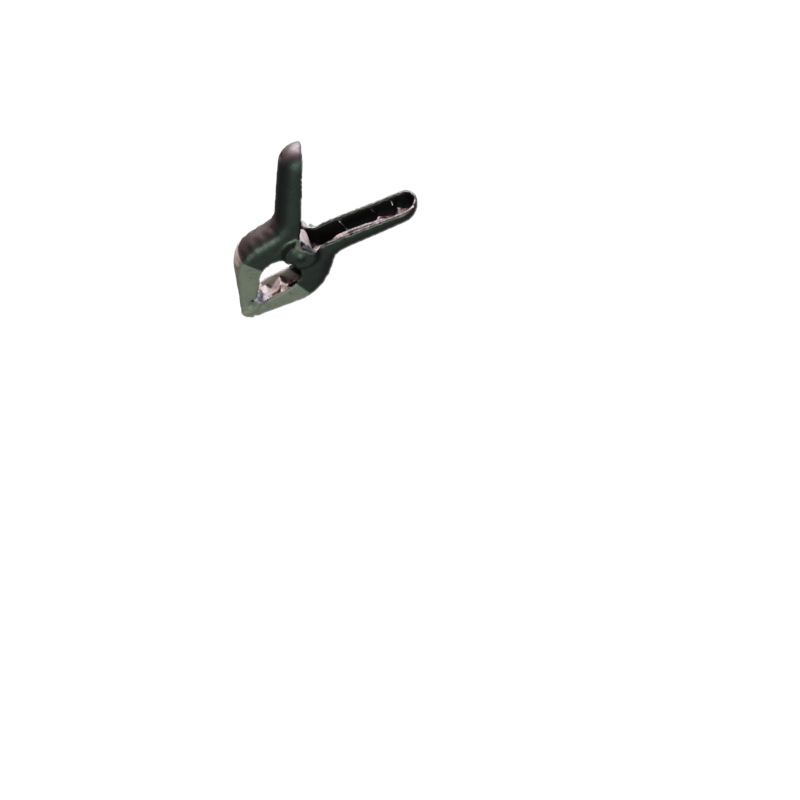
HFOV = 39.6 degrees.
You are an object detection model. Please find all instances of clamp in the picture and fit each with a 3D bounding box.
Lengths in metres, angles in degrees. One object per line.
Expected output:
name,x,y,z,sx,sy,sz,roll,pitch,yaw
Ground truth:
clamp,-0.068,-0.125,0.873,0.116,0.042,0.166,19,-45,-20
